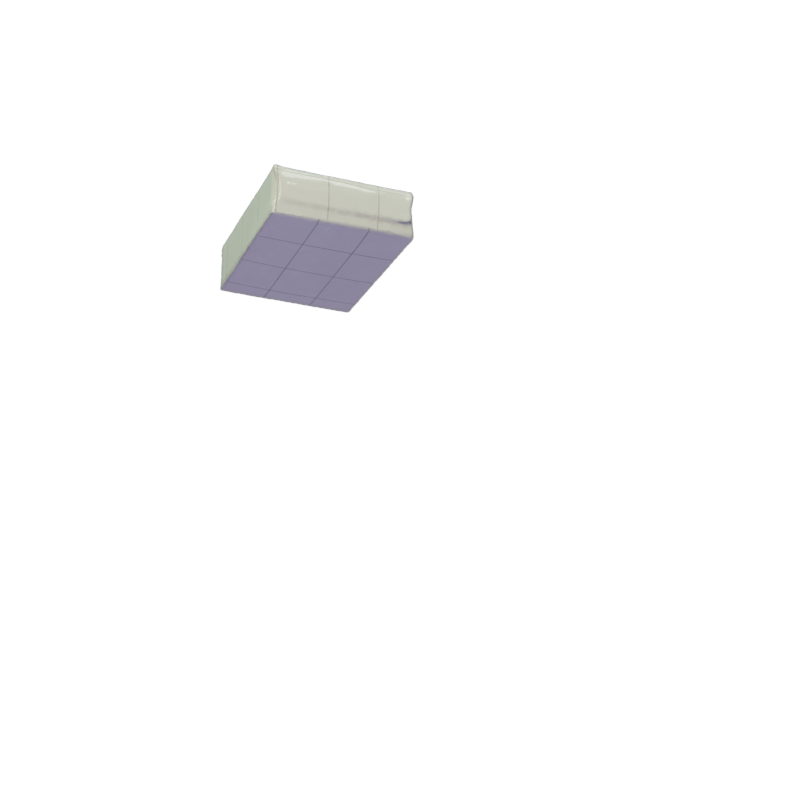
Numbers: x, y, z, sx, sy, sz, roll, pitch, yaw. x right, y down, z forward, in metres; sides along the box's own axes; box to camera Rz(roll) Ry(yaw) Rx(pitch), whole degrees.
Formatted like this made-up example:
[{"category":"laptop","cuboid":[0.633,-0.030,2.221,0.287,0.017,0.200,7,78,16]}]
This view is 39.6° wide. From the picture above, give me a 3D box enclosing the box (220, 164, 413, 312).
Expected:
[{"category":"box","cuboid":[-0.044,-0.080,0.557,0.071,0.032,0.087,9,-26,-21]}]
